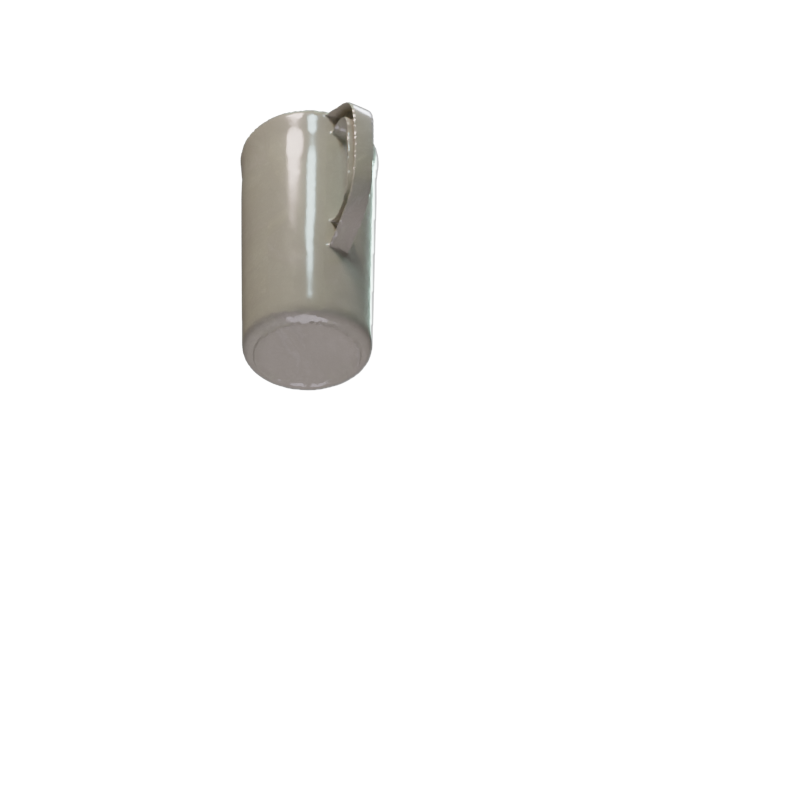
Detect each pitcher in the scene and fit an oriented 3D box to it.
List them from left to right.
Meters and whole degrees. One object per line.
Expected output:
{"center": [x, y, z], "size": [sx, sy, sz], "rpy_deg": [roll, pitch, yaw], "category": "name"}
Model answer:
{"center": [-0.077, -0.140, 0.982], "size": [0.146, 0.261, 0.137], "rpy_deg": [-11, -41, 10], "category": "pitcher"}
